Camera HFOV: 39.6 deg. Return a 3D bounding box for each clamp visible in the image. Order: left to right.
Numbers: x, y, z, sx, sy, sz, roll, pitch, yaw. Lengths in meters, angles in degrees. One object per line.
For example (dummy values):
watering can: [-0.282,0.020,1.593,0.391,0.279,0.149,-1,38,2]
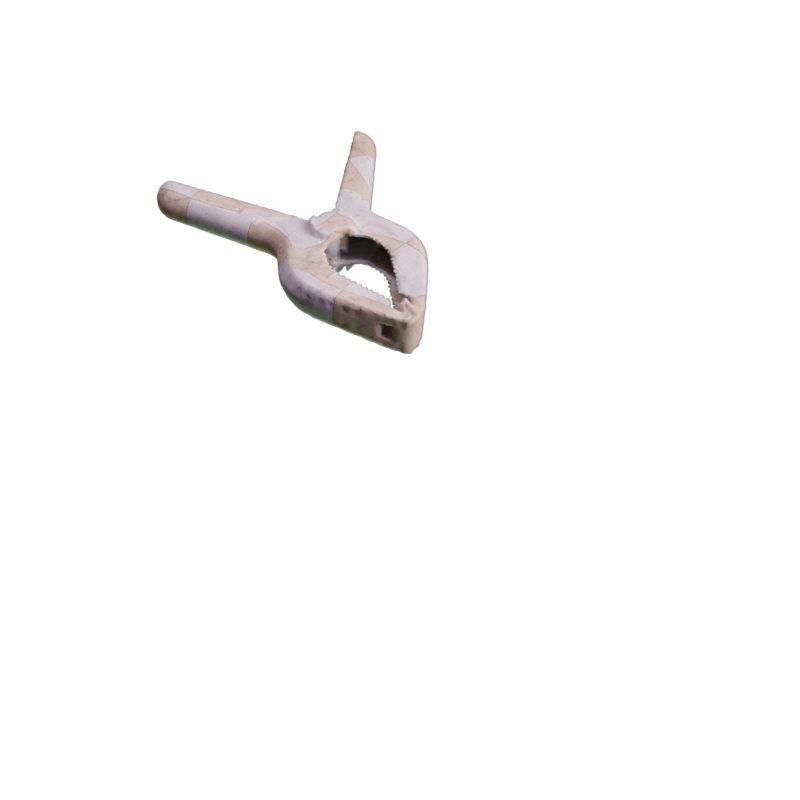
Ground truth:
clamp: [-0.056,-0.101,0.710,0.163,0.034,0.228,-16,44,-17]
